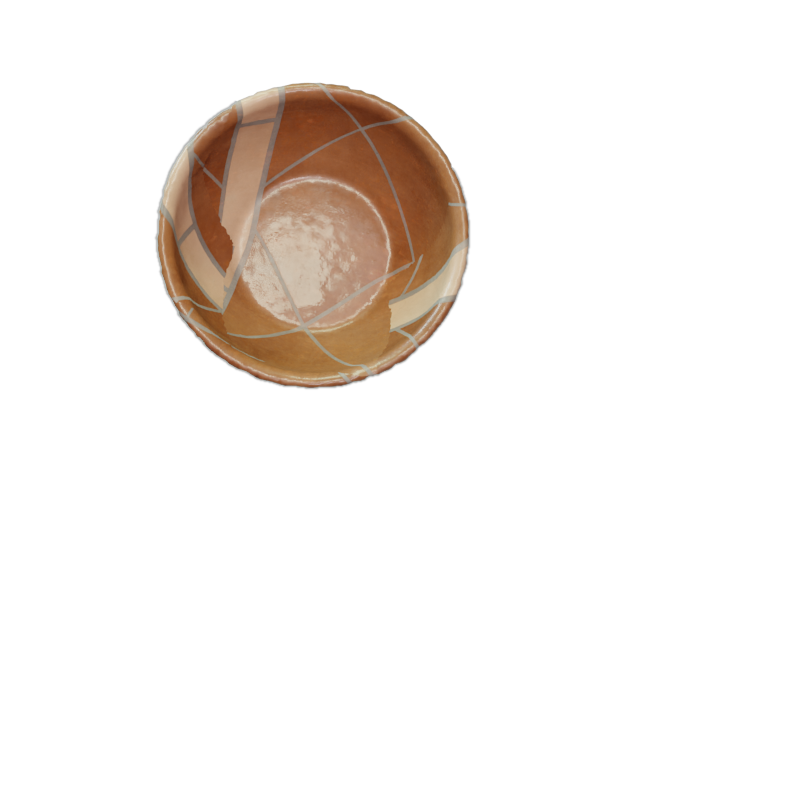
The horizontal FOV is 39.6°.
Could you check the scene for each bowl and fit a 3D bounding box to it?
[{"bbox_3d":[-0.047,-0.085,0.595,0.162,0.167,0.053,0,-12,-1],"label":"bowl"}]
